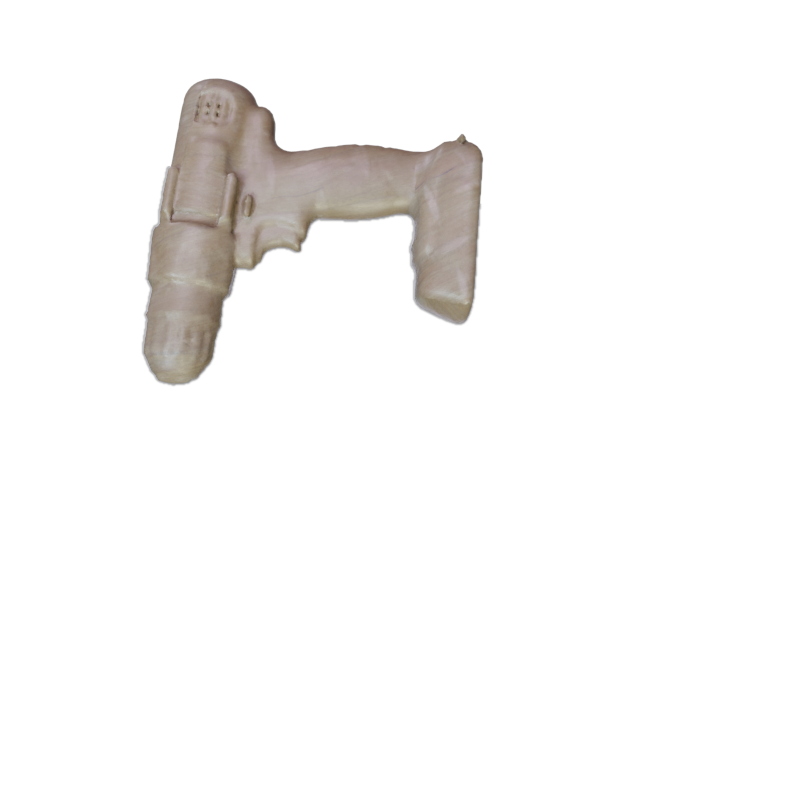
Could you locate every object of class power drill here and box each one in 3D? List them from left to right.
[{"bbox_3d":[-0.050,-0.092,0.643,0.188,0.190,0.055,7,-14,1],"label":"power drill"}]
